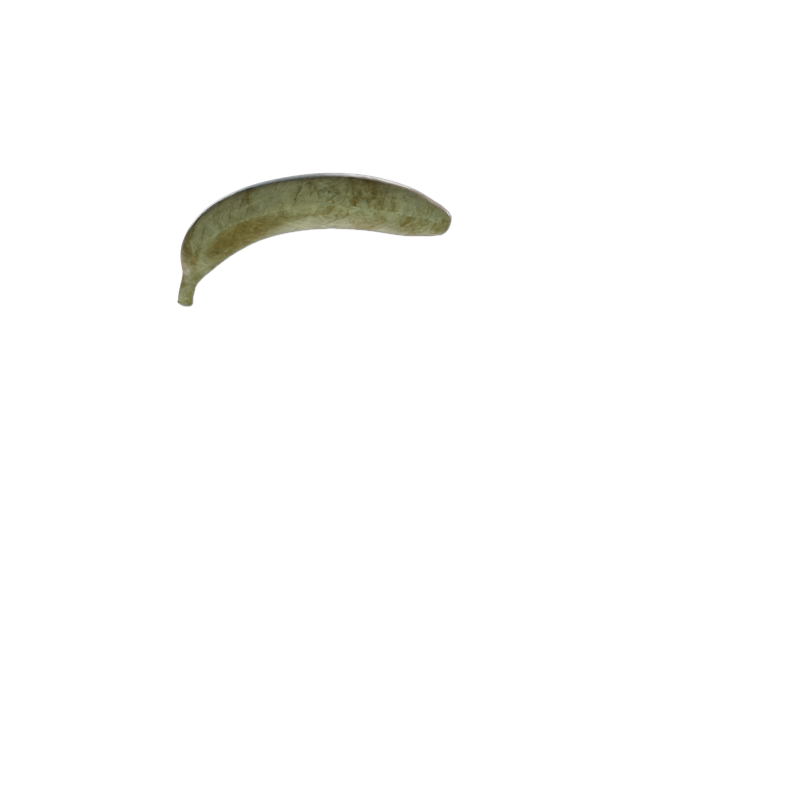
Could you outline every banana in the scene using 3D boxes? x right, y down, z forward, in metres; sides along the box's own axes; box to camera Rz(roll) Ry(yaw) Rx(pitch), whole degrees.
[{"bbox_3d":[-0.068,-0.120,0.748,0.199,0.064,0.039,-14,37,10],"label":"banana"}]
